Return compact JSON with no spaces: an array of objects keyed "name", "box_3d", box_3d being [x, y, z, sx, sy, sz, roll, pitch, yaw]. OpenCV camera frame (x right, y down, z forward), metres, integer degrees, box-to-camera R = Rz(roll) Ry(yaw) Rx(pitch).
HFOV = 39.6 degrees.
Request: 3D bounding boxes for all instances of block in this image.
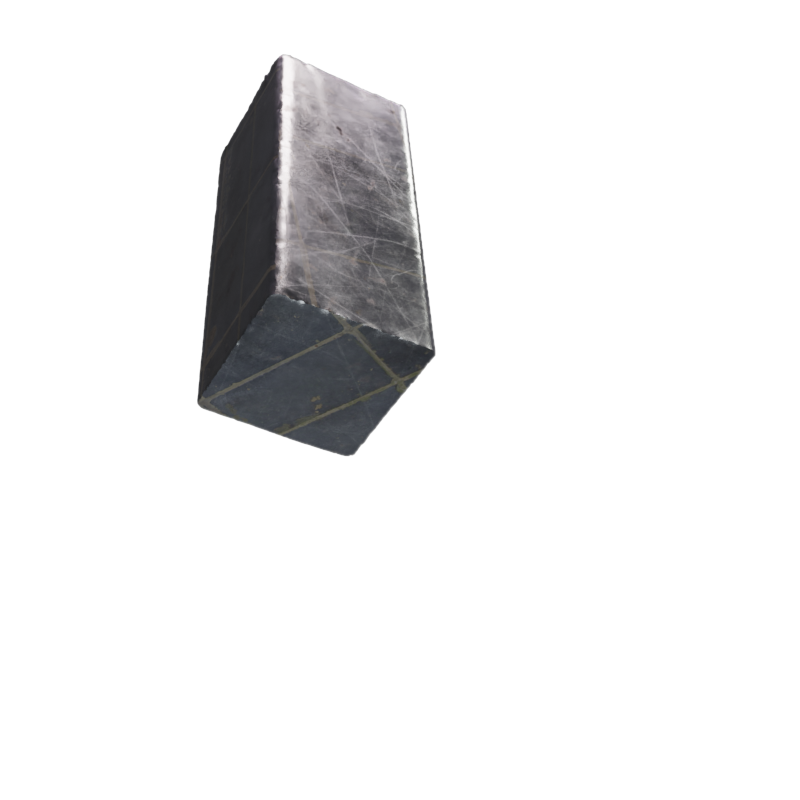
[{"name":"block","box_3d":[-0.049,-0.087,0.611,0.087,0.221,0.088,20,-49,-22]}]
